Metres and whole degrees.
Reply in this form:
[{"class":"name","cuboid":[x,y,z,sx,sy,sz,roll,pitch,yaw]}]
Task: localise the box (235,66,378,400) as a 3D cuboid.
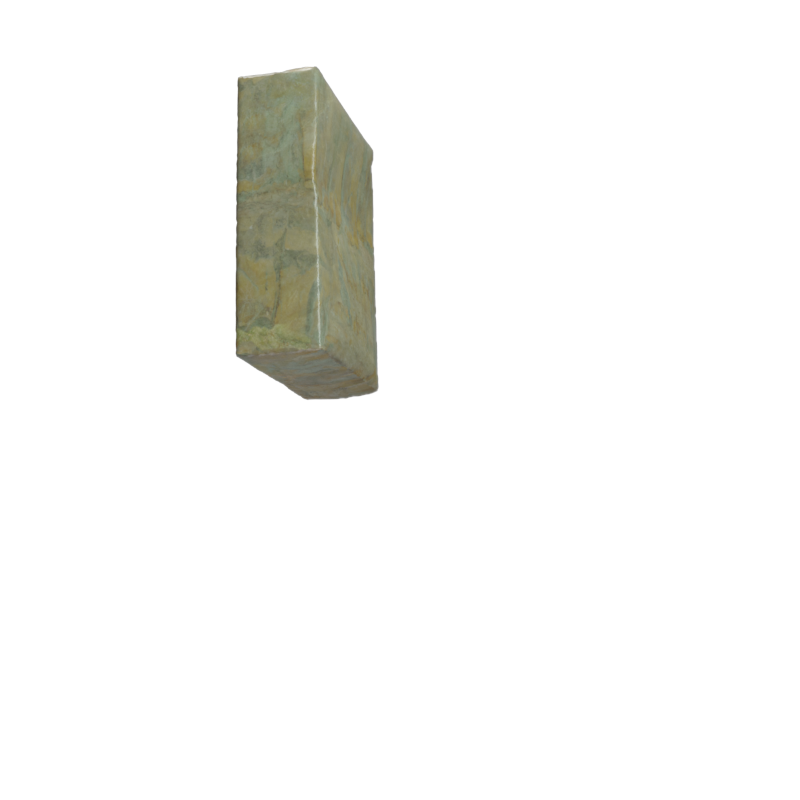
[{"class":"box","cuboid":[-0.066,-0.120,0.843,0.073,0.223,0.155,-6,-17,13]}]
